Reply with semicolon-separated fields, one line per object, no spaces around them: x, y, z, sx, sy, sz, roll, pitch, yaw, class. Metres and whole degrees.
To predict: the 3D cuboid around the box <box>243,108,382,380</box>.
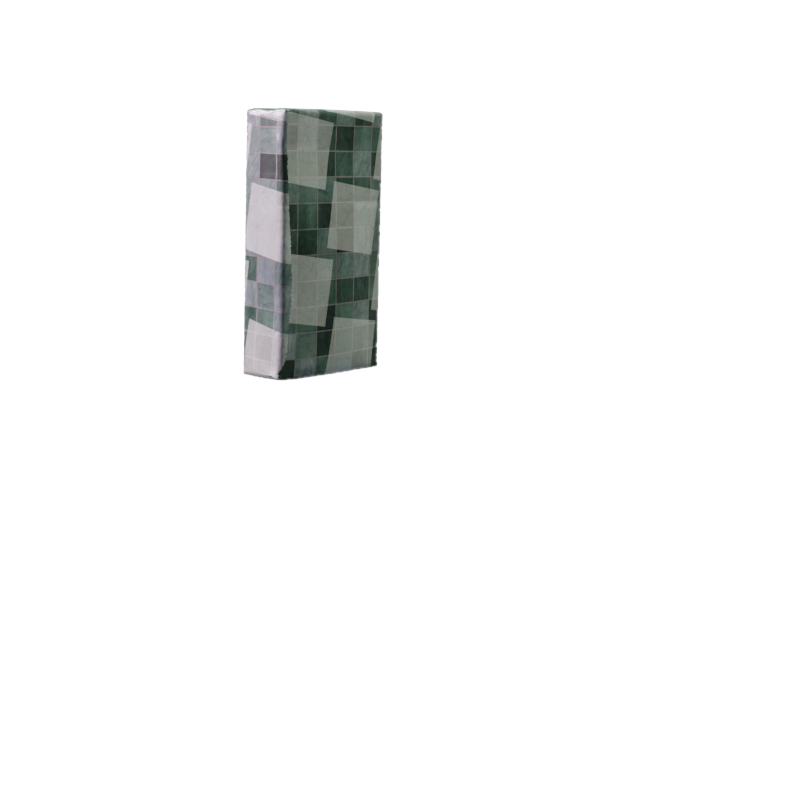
-0.058;-0.106;0.744;0.050;0.175;0.090;4;6;44;box
